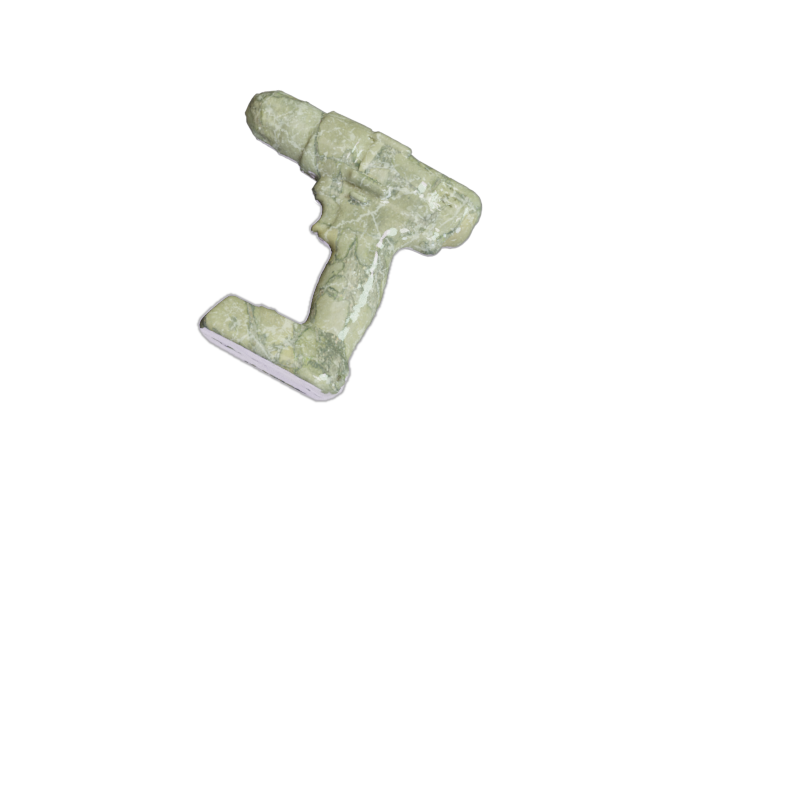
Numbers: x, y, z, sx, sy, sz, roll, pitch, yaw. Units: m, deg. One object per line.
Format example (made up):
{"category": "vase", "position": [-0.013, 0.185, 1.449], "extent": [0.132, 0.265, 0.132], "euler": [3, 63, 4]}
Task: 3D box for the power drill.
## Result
{"category": "power drill", "position": [-0.060, -0.110, 0.767], "extent": [0.188, 0.192, 0.055], "euler": [28, -16, 8]}
